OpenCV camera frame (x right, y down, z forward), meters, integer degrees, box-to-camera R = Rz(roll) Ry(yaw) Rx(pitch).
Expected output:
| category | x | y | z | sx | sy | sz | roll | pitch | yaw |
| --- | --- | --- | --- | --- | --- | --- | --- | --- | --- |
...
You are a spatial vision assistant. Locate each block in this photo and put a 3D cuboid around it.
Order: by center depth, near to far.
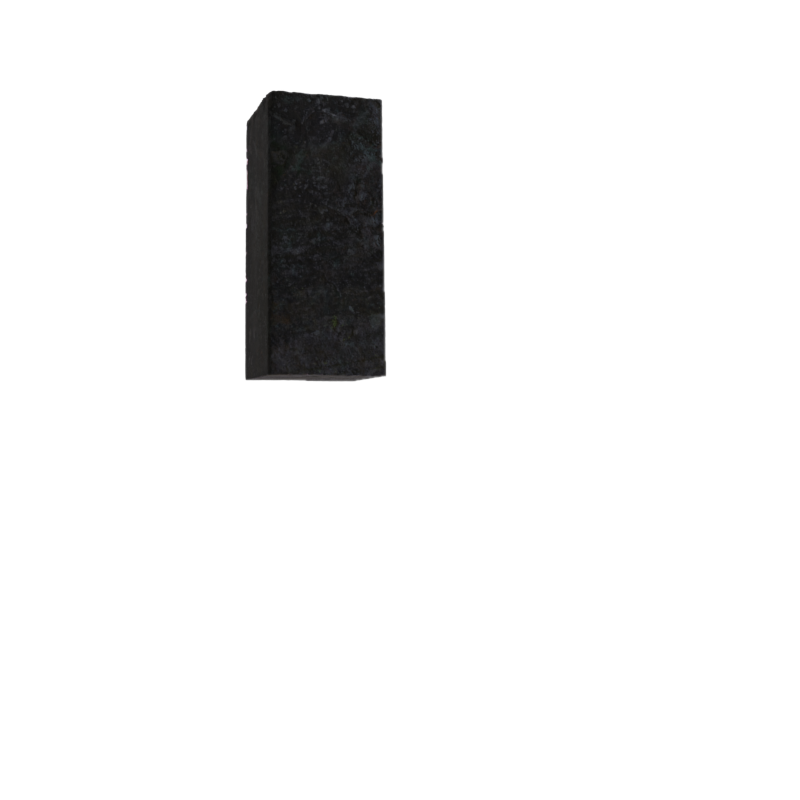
| category | x | y | z | sx | sy | sz | roll | pitch | yaw |
| --- | --- | --- | --- | --- | --- | --- | --- | --- | --- |
| block | -0.067 | -0.120 | 0.841 | 0.088 | 0.211 | 0.091 | 2 | -9 | -17 |
